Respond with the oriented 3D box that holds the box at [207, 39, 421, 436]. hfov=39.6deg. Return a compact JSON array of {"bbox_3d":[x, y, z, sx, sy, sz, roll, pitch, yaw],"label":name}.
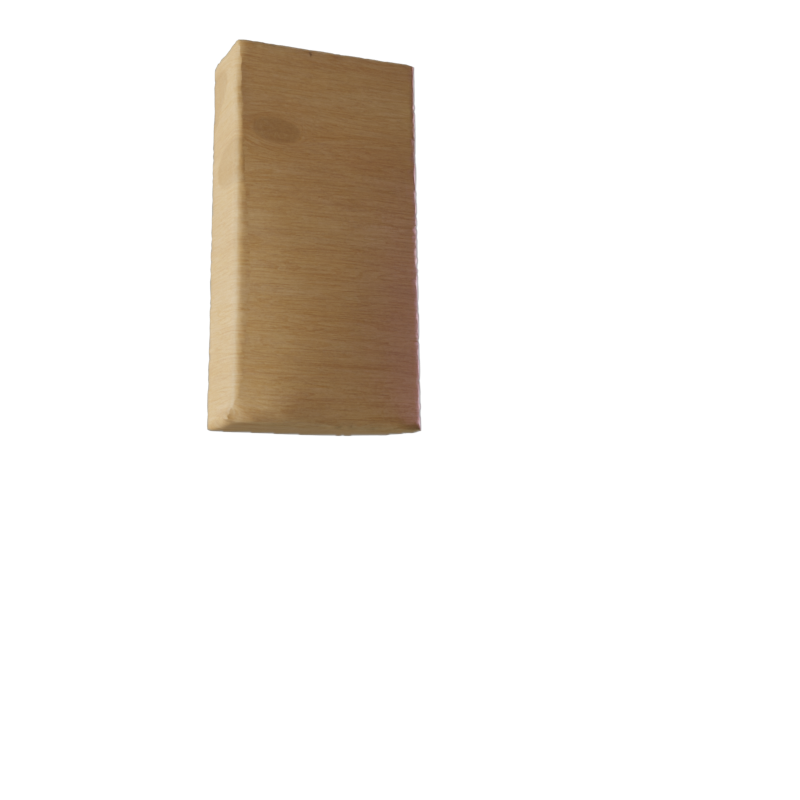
[{"bbox_3d":[-0.041,-0.074,0.519,0.090,0.182,0.048,4,-15,-22],"label":"box"}]
